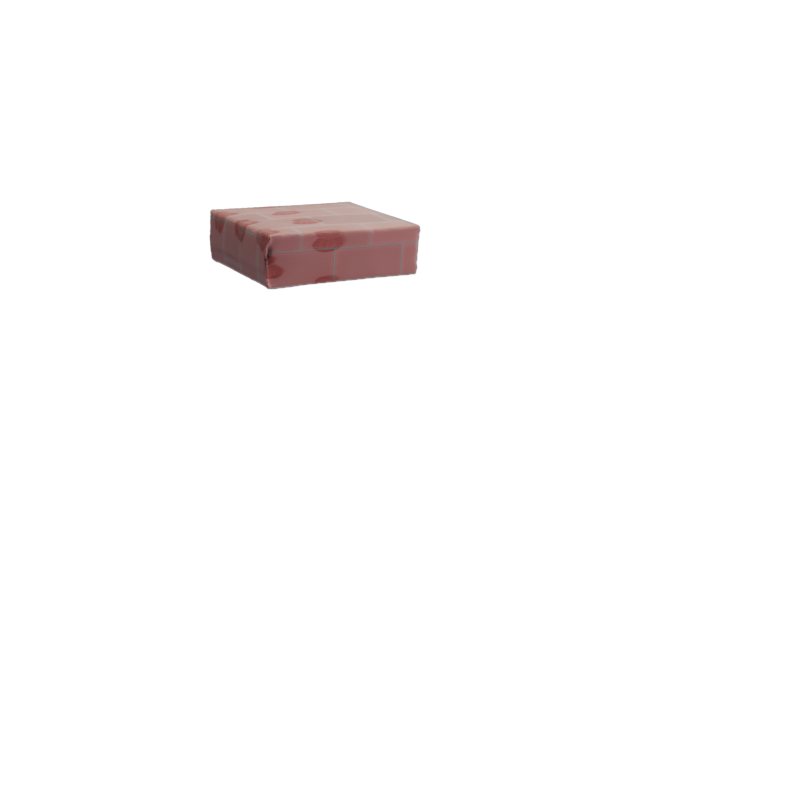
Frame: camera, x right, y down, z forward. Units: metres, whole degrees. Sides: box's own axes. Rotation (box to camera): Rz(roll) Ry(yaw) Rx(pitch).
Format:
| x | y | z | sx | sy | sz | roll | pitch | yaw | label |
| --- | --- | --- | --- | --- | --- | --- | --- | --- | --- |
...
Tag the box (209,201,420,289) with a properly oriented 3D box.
| x | y | z | sx | sy | sz | roll | pitch | yaw | label |
| --- | --- | --- | --- | --- | --- | --- | --- | --- | --- |
| -0.057 | -0.104 | 0.731 | 0.111 | 0.037 | 0.095 | -11 | 22 | -29 | box |
